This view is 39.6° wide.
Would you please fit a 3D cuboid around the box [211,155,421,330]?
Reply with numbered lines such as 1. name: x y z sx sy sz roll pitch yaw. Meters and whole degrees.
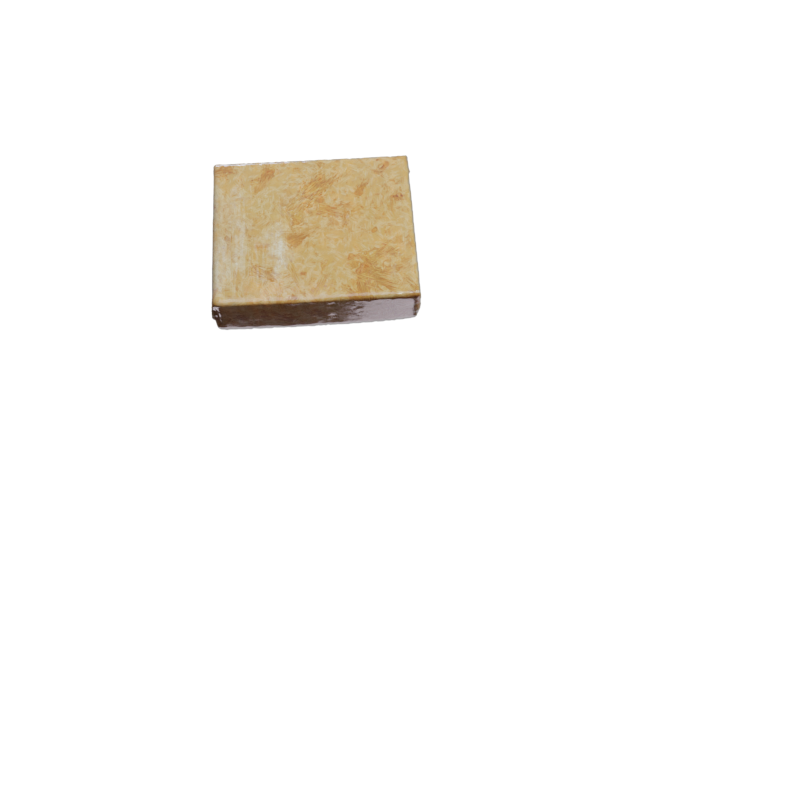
1. box: -0.048 -0.088 0.616 0.113 0.095 0.037 -3 -27 -2
